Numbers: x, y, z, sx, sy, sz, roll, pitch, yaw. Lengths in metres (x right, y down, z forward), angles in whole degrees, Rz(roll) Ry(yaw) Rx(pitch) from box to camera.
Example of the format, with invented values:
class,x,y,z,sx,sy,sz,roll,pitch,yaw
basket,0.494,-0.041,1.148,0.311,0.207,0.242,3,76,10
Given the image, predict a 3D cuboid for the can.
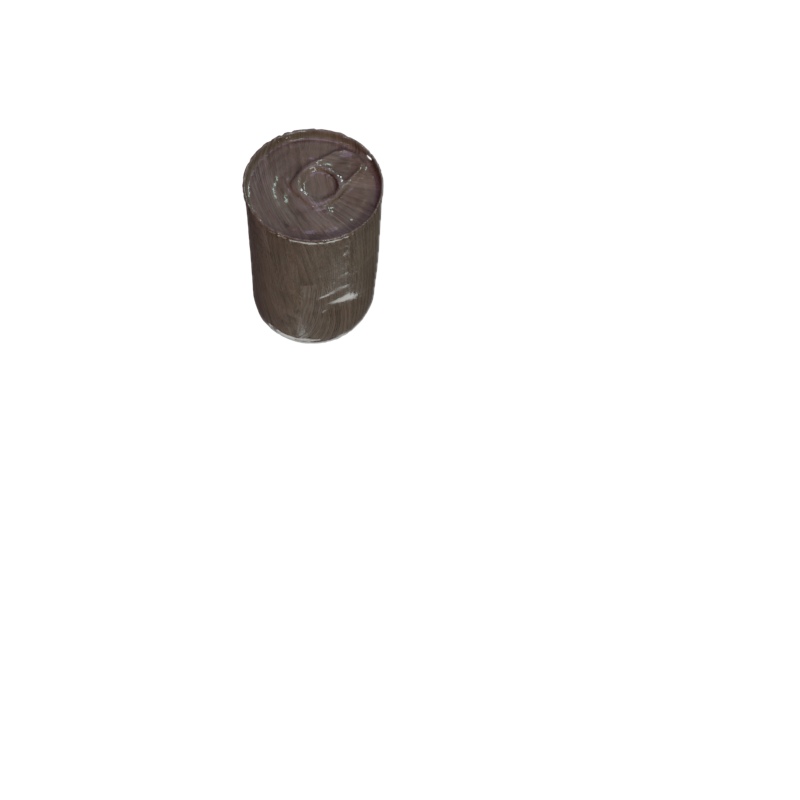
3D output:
class,x,y,z,sx,sy,sz,roll,pitch,yaw
can,-0.045,-0.082,0.572,0.068,0.073,0.096,0,-29,-3
